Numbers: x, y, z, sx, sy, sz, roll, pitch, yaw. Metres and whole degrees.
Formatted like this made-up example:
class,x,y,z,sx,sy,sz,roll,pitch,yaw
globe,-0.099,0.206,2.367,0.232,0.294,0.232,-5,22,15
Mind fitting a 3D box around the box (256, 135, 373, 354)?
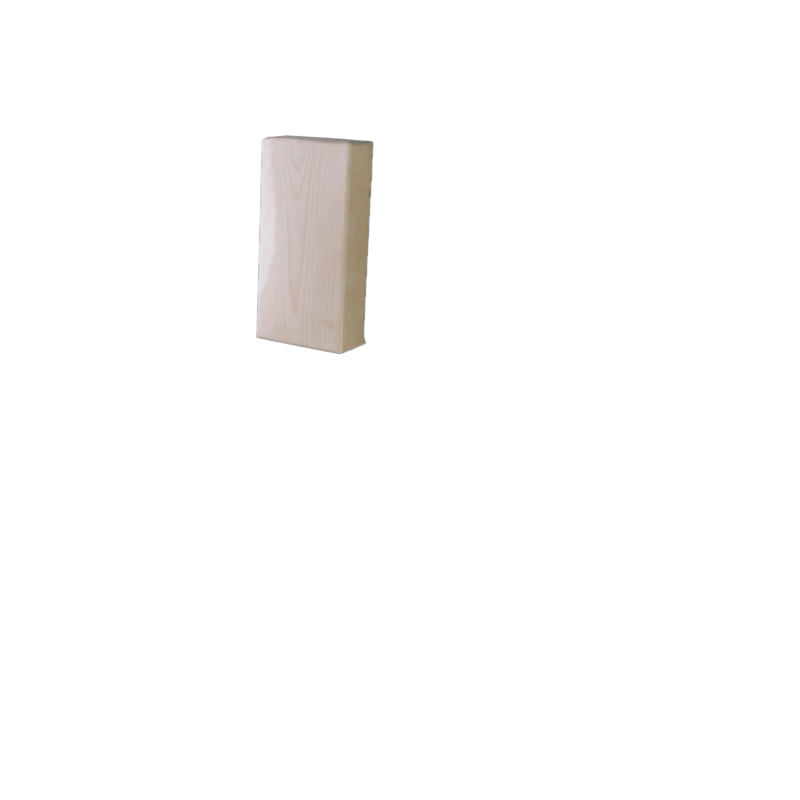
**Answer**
class,x,y,z,sx,sy,sz,roll,pitch,yaw
box,-0.074,-0.134,0.942,0.097,0.172,0.047,8,13,32
